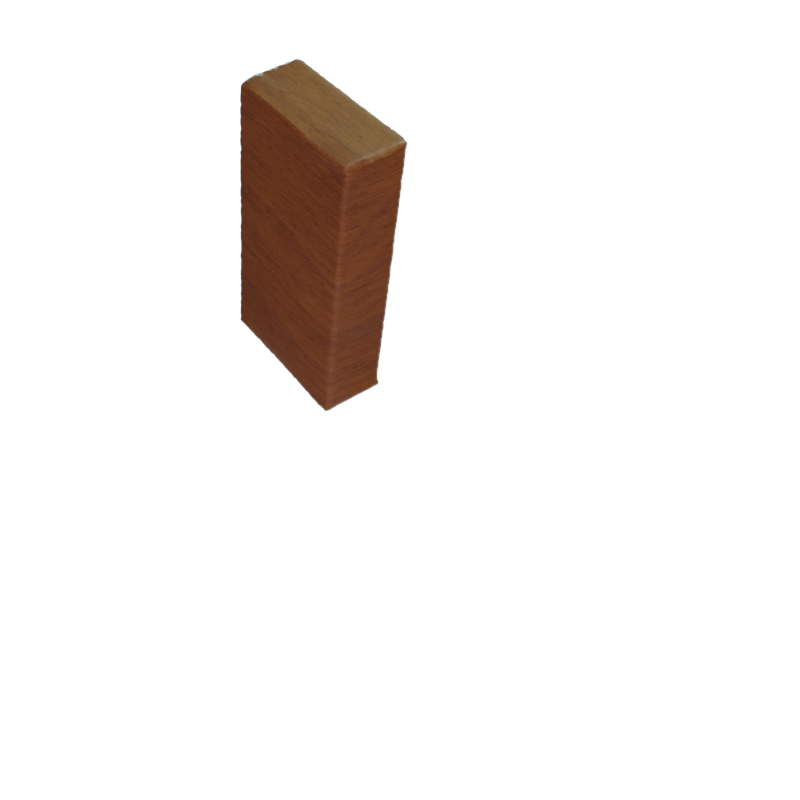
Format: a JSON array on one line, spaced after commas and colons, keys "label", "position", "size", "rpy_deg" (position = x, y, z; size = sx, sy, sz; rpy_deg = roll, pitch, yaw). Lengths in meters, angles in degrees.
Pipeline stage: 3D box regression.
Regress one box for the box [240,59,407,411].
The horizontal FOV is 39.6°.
[{"label": "box", "position": [-0.048, -0.086, 0.606], "size": [0.048, 0.164, 0.100], "rpy_deg": [-27, 53, -27]}]
